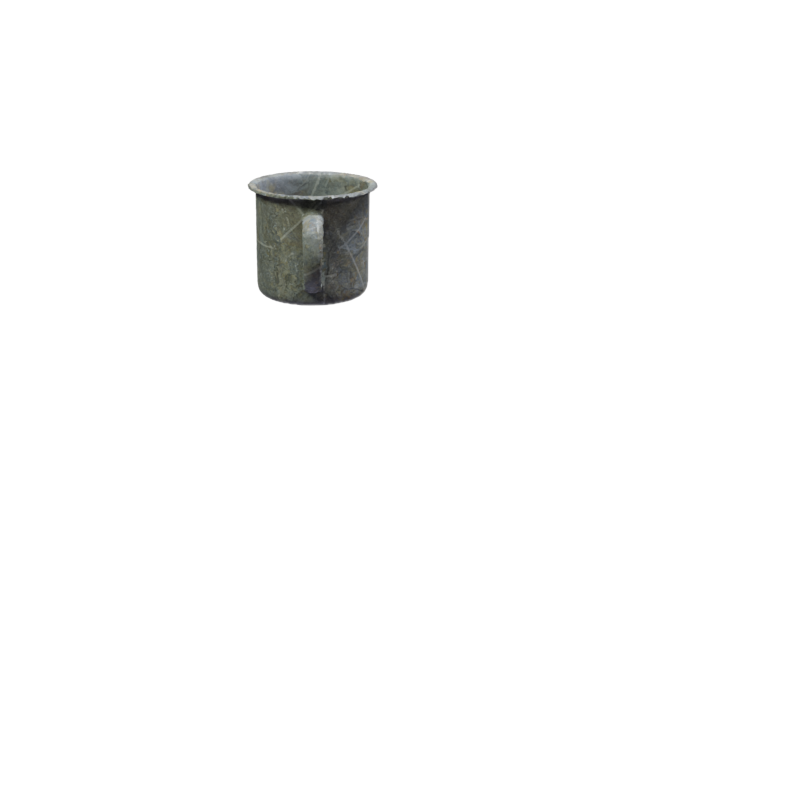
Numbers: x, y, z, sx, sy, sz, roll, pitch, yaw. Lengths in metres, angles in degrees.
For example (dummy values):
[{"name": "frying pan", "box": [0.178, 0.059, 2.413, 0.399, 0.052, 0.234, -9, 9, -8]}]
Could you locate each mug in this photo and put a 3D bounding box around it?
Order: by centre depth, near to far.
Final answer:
[{"name": "mug", "box": [-0.062, -0.114, 0.796, 0.093, 0.078, 0.123, -1, 20, -5]}]
